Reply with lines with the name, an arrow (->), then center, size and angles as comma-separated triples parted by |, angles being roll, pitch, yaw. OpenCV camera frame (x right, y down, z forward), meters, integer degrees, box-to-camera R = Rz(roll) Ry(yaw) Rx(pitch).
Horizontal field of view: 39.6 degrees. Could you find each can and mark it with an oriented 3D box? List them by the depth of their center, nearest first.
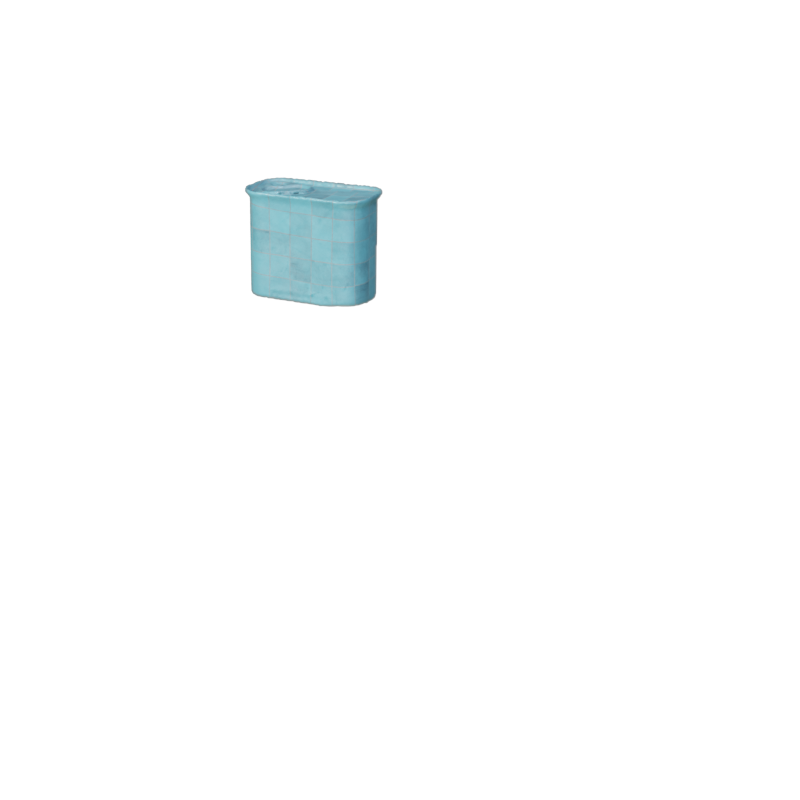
can -> -0.066, -0.121, 0.846 | 0.106, 0.081, 0.058 | 10, 20, 23
